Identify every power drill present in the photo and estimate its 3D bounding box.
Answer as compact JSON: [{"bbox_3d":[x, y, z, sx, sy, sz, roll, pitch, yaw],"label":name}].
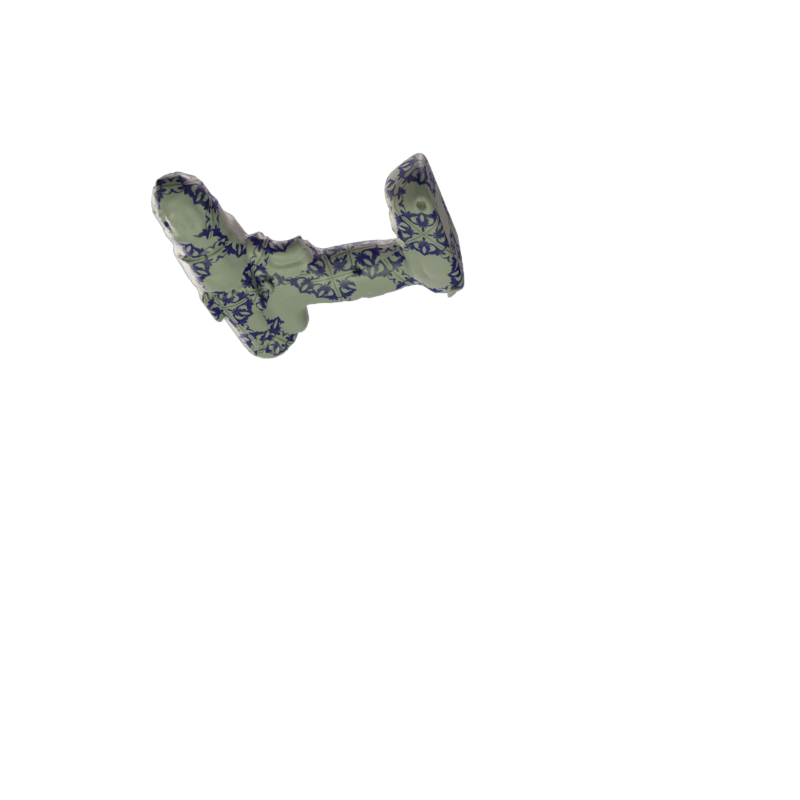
[{"bbox_3d":[-0.061,-0.111,0.775,0.190,0.061,0.170,-12,-38,16],"label":"power drill"}]
